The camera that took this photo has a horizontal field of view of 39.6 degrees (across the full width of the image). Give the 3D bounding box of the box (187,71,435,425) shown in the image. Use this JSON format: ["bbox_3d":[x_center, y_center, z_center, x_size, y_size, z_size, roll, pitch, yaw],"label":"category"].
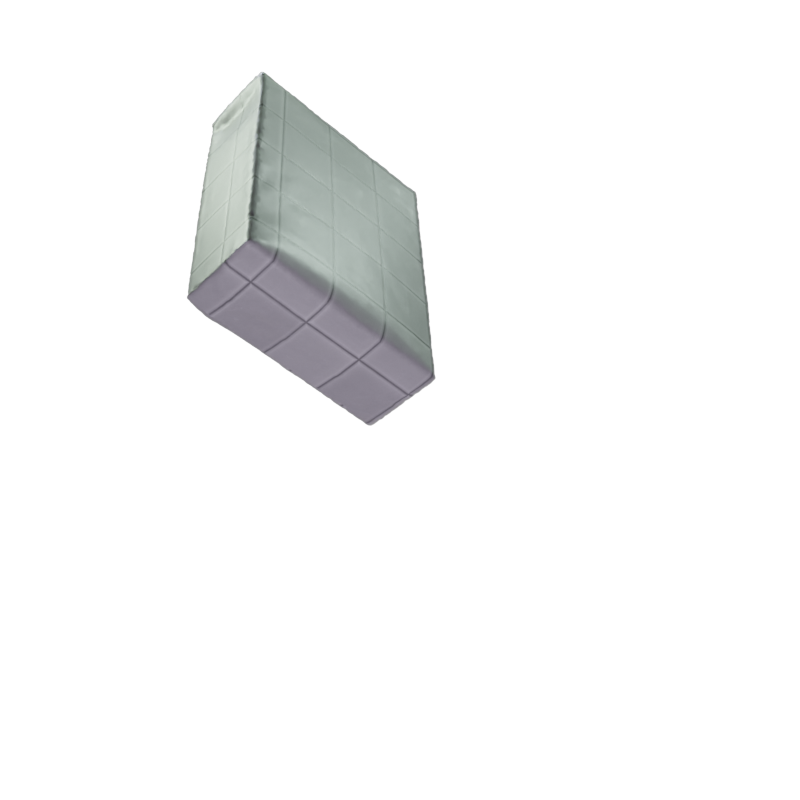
[{"bbox_3d":[-0.061,-0.111,0.777,0.155,0.229,0.071,34,-59,-28],"label":"box"}]
